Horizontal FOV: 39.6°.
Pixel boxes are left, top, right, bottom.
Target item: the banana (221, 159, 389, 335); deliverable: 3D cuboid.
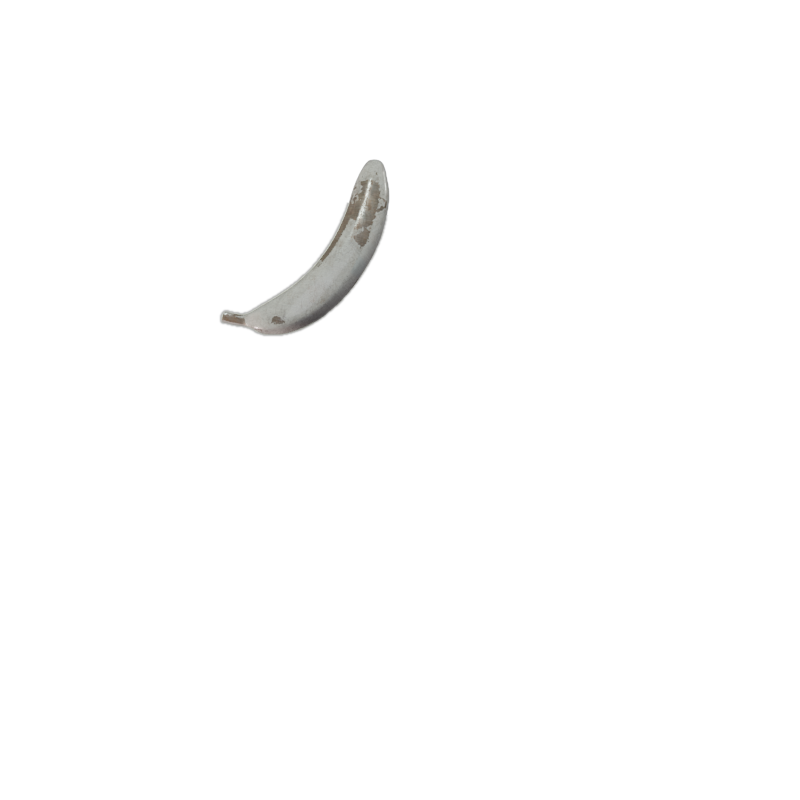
[{"bbox_3d":[-0.063,-0.121,0.948,0.071,0.200,0.035,41,-12,9],"label":"banana"}]
